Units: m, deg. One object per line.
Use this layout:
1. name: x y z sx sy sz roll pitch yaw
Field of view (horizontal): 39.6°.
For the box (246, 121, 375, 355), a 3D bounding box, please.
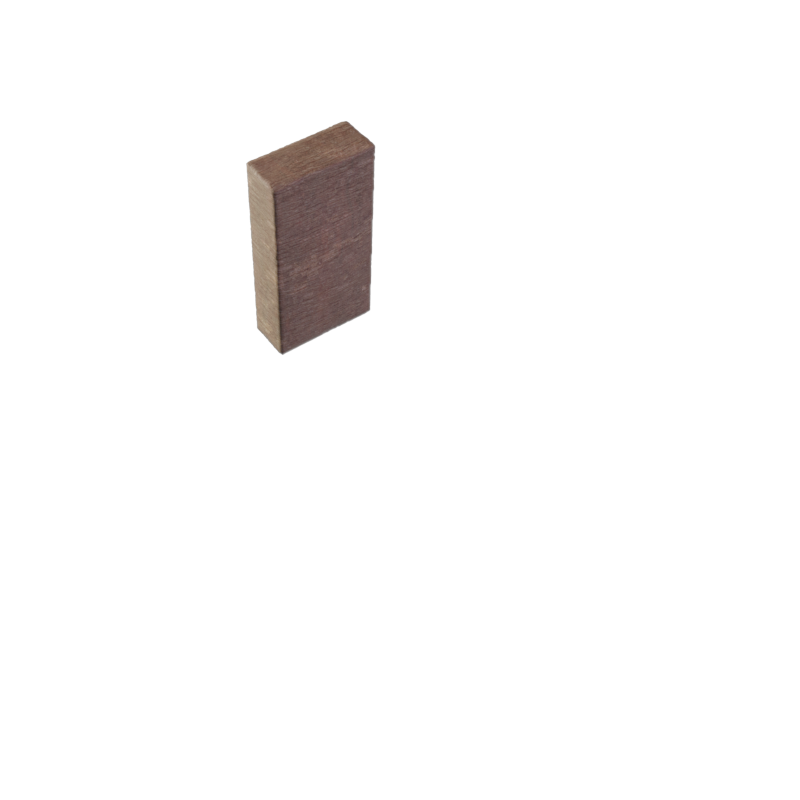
1. box: -0.068 -0.124 0.868 0.093 0.164 0.052 -28 56 -25
